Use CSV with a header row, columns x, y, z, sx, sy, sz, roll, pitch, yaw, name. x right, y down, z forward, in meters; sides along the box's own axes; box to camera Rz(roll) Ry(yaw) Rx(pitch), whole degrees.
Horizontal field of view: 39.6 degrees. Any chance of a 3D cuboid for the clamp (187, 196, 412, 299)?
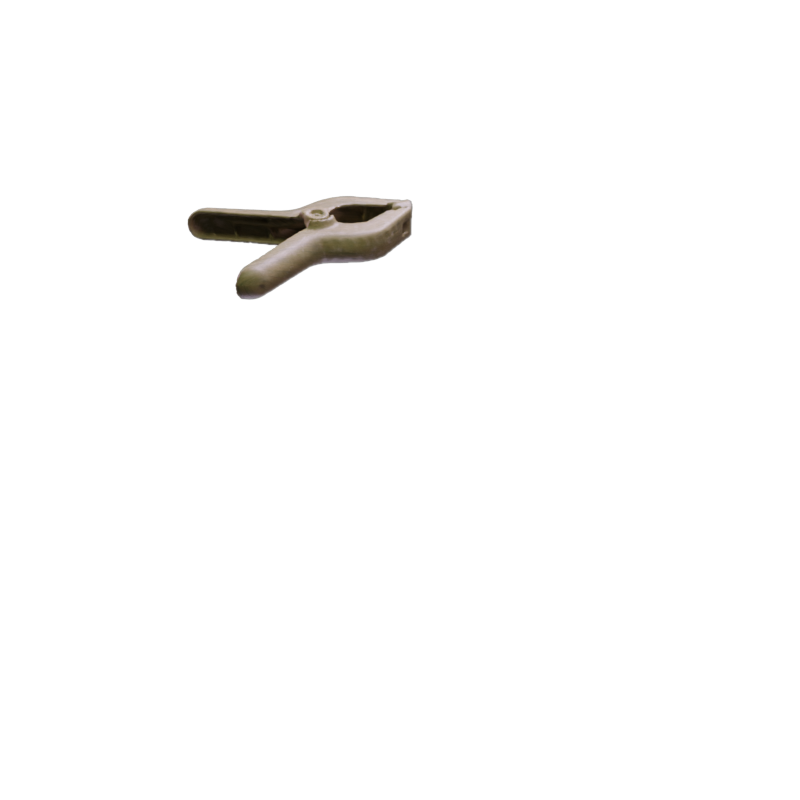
x,y,z,sx,sy,sz,roll,pitch,yaw,name
-0.064,-0.118,0.823,0.169,0.037,0.130,-11,40,-13,clamp
